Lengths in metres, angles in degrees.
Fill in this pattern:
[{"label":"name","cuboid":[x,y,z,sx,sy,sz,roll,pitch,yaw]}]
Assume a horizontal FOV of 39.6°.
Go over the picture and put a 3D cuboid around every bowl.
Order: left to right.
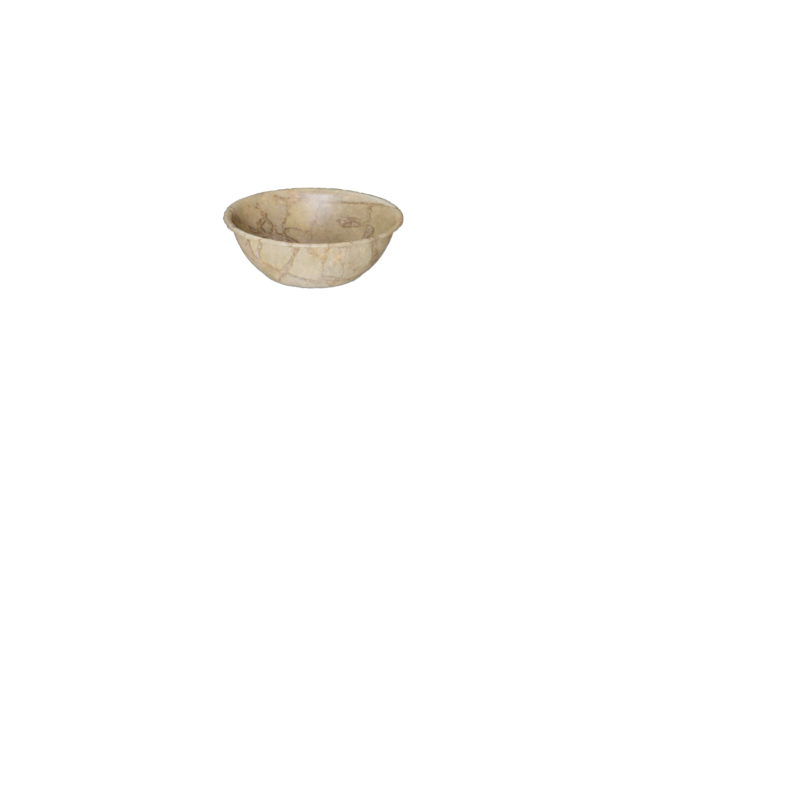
[{"label":"bowl","cuboid":[-0.078,-0.142,0.996,0.162,0.052,0.171,-1,26,-2]}]
